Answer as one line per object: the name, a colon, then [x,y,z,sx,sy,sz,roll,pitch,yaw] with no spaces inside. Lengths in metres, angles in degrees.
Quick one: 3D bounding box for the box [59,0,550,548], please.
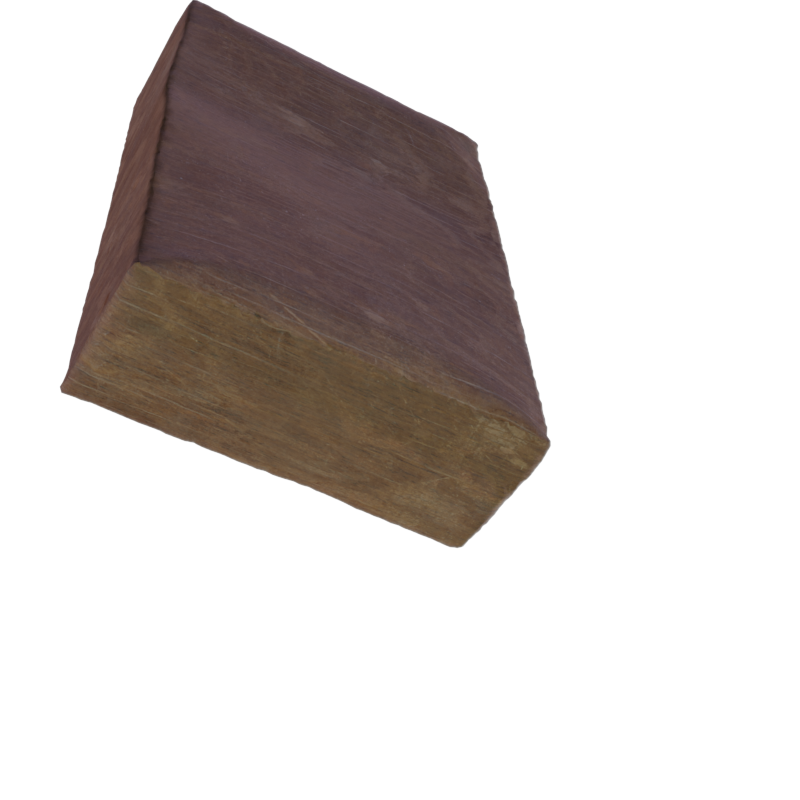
box: [-0.036,-0.066,0.460,0.158,0.070,0.229,22,35,-20]
